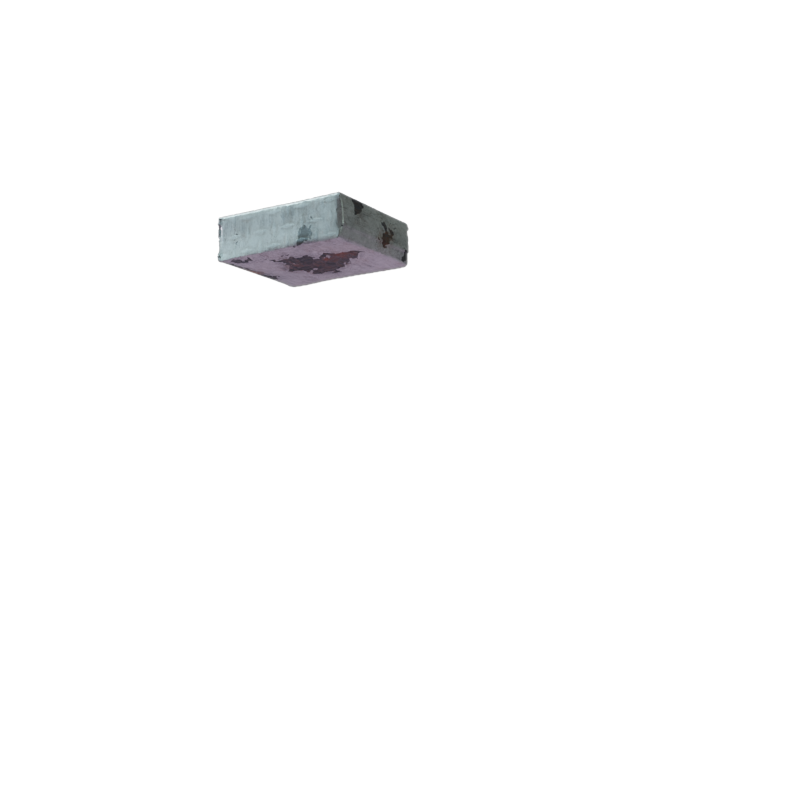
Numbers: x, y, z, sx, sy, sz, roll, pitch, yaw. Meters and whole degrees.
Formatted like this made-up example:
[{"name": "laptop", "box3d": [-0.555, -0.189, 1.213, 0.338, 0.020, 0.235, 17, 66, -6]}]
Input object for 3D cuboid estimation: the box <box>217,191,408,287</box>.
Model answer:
[{"name": "box", "box3d": [-0.064, -0.116, 0.814, 0.116, 0.040, 0.085, -8, -14, 33]}]
